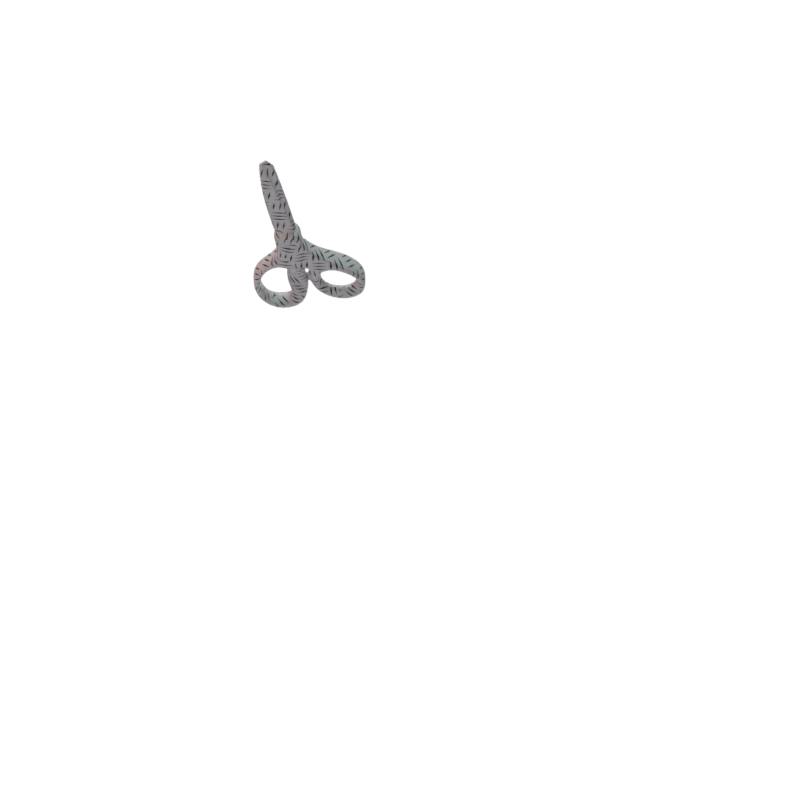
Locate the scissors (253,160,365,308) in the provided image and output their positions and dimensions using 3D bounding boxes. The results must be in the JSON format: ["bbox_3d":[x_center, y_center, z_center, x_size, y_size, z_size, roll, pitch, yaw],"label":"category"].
[{"bbox_3d":[-0.063,-0.116,0.809,0.095,0.017,0.193,4,-23,-10],"label":"scissors"}]
